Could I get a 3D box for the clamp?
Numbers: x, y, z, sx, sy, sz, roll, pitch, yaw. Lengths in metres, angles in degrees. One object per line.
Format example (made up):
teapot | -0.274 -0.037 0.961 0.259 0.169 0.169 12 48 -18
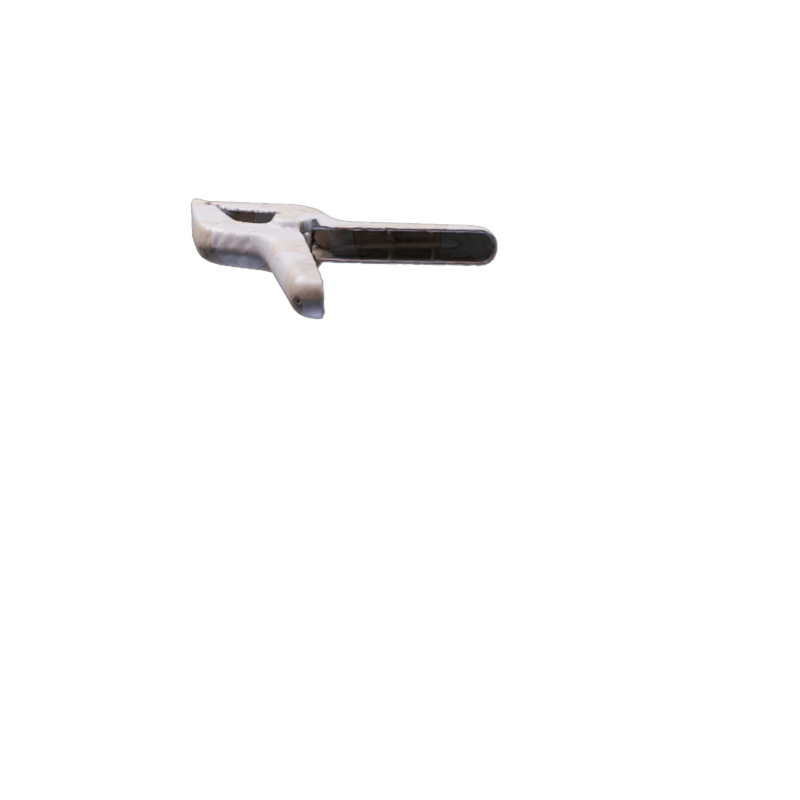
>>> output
clamp | -0.056 -0.101 0.710 0.161 0.035 0.223 -16 27 -36
